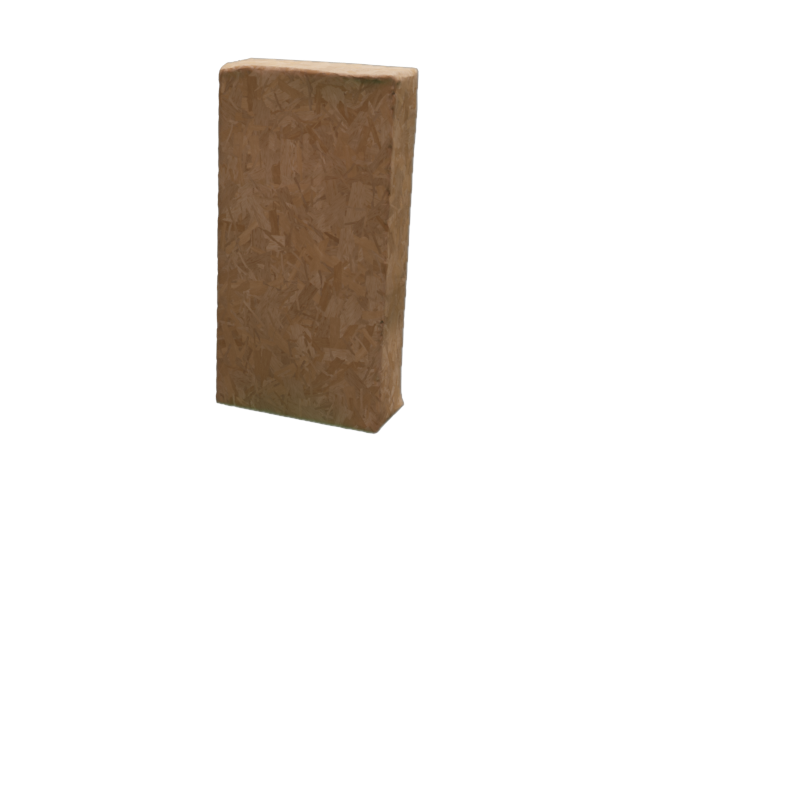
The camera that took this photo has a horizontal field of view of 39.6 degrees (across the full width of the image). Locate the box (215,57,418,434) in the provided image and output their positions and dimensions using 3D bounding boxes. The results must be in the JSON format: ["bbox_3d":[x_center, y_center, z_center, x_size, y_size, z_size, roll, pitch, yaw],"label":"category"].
[{"bbox_3d":[-0.044,-0.079,0.552,0.096,0.170,0.048,8,18,21],"label":"box"}]
